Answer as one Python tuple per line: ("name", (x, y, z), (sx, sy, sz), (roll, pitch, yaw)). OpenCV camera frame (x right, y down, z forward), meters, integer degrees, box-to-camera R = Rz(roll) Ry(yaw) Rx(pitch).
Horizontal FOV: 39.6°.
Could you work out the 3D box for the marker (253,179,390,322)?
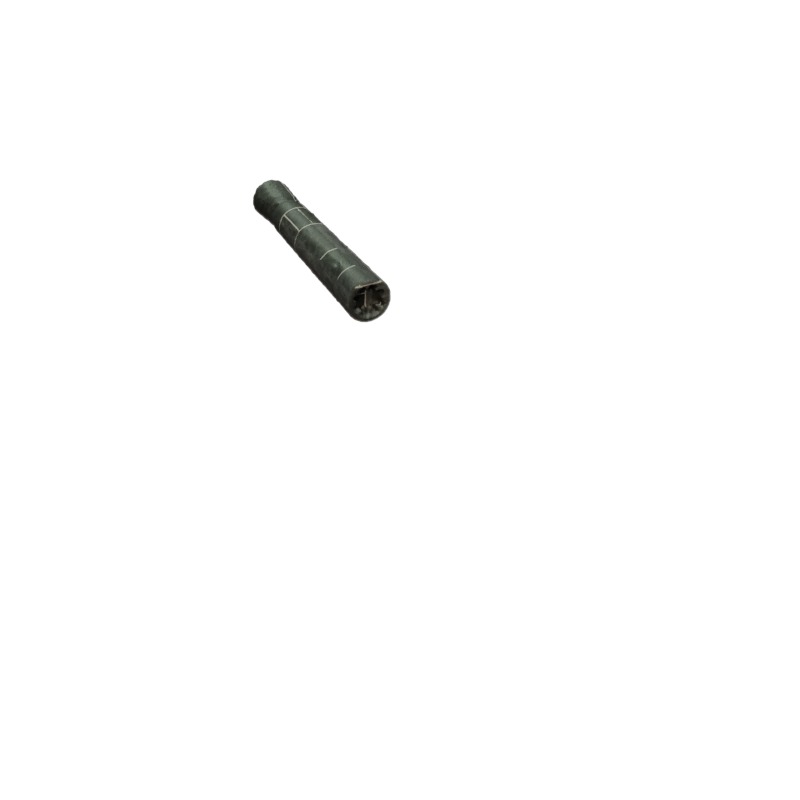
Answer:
("marker", (-0.038, -0.068, 0.479), (0.019, 0.019, 0.130), (-2, 29, -26))
